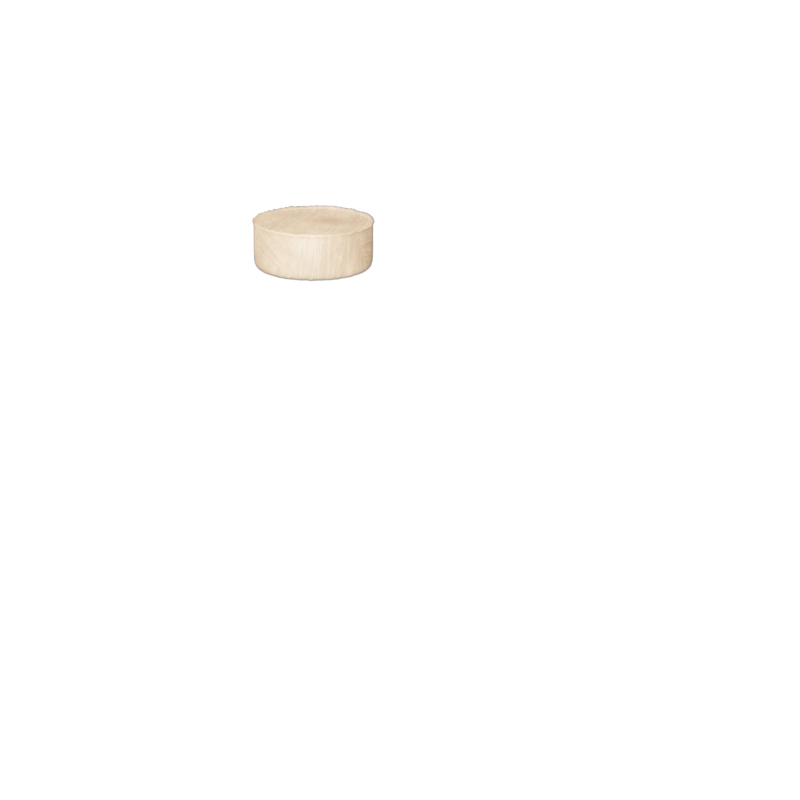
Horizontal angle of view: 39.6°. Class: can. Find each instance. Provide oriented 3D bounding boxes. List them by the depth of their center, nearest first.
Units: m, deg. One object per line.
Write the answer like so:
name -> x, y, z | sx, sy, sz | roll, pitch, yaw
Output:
can -> -0.061, -0.112, 0.783 | 0.086, 0.032, 0.090 | -1, 22, -2
